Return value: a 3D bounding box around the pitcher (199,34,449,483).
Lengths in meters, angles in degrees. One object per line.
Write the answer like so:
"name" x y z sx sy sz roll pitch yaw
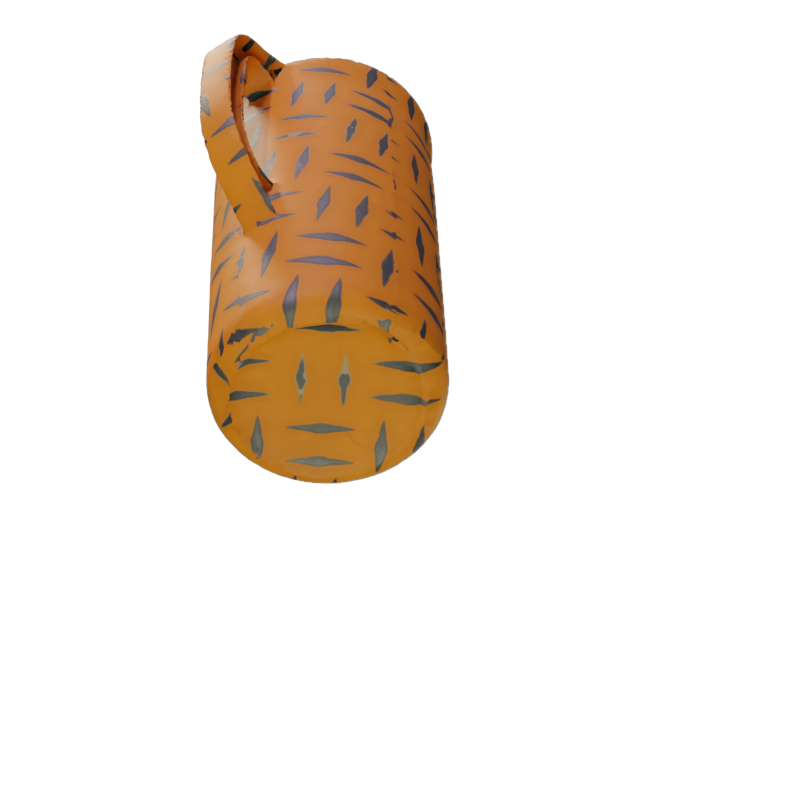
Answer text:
"pitcher" -0.045 -0.083 0.581 0.147 0.138 0.260 10 34 -10
